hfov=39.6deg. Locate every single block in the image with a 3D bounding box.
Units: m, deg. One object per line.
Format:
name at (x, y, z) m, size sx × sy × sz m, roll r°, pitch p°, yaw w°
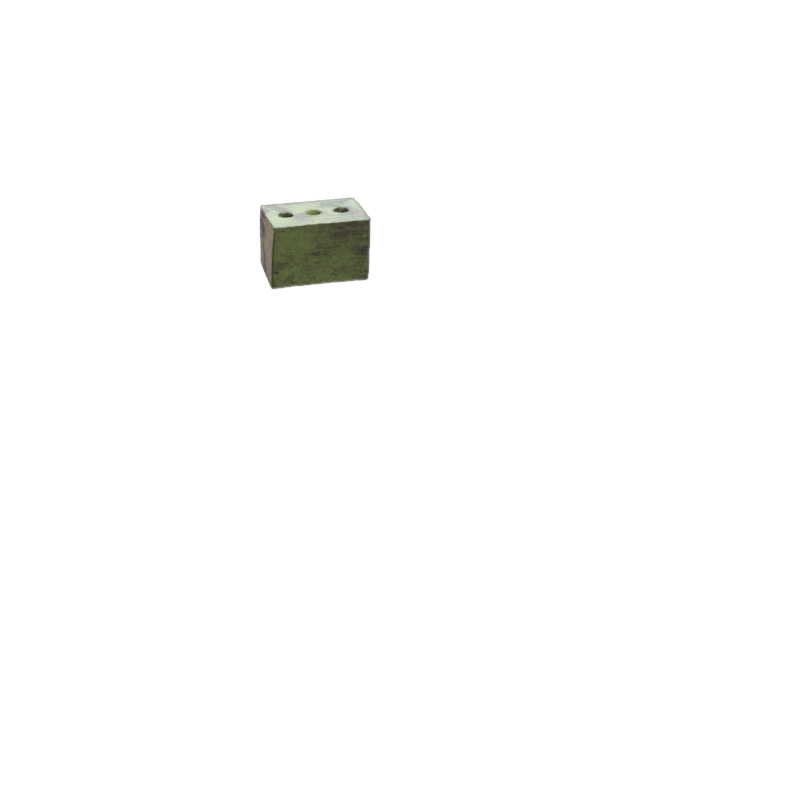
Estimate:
block at (-0.067, -0.123, 0.859) m, size 0.077 × 0.048 × 0.056 m, roll -7°, pitch 28°, yaw -14°
